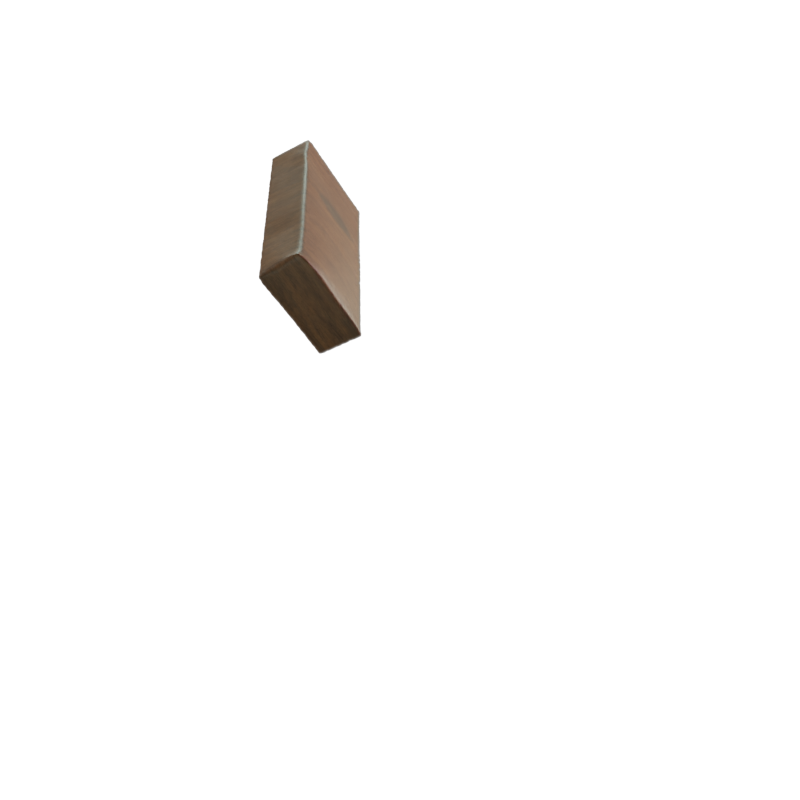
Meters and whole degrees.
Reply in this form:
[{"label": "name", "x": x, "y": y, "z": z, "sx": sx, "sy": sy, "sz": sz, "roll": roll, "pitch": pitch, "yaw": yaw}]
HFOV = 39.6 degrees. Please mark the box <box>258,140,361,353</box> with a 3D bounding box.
[{"label": "box", "x": -0.073, "y": -0.132, "z": 0.925, "sx": 0.048, "sy": 0.087, "sz": 0.189, "roll": -27, "pitch": 35, "yaw": 16}]
